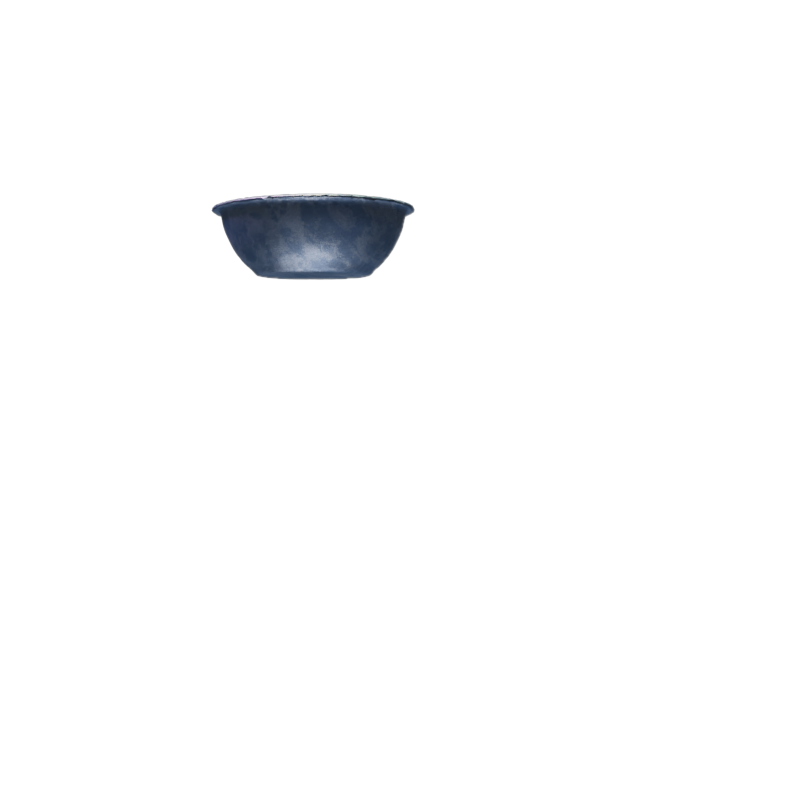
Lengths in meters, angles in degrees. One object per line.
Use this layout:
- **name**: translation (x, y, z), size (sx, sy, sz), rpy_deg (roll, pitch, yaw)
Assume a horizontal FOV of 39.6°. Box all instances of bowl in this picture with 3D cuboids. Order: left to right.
- **bowl**: translation (-0.069, -0.126, 0.882), size (0.162, 0.055, 0.162), rpy_deg (0, 2, -2)
